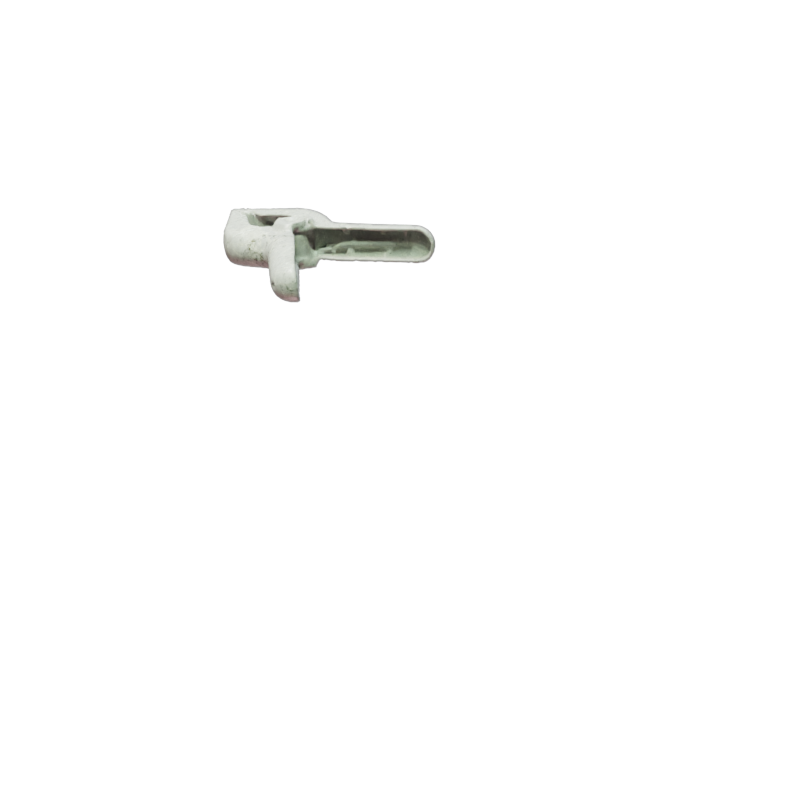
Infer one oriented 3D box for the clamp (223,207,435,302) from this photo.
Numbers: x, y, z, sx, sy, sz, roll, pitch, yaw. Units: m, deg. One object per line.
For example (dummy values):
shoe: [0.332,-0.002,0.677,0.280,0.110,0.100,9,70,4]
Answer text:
clamp: [-0.060,-0.109,0.764,0.117,0.038,0.183,-11,25,-25]
